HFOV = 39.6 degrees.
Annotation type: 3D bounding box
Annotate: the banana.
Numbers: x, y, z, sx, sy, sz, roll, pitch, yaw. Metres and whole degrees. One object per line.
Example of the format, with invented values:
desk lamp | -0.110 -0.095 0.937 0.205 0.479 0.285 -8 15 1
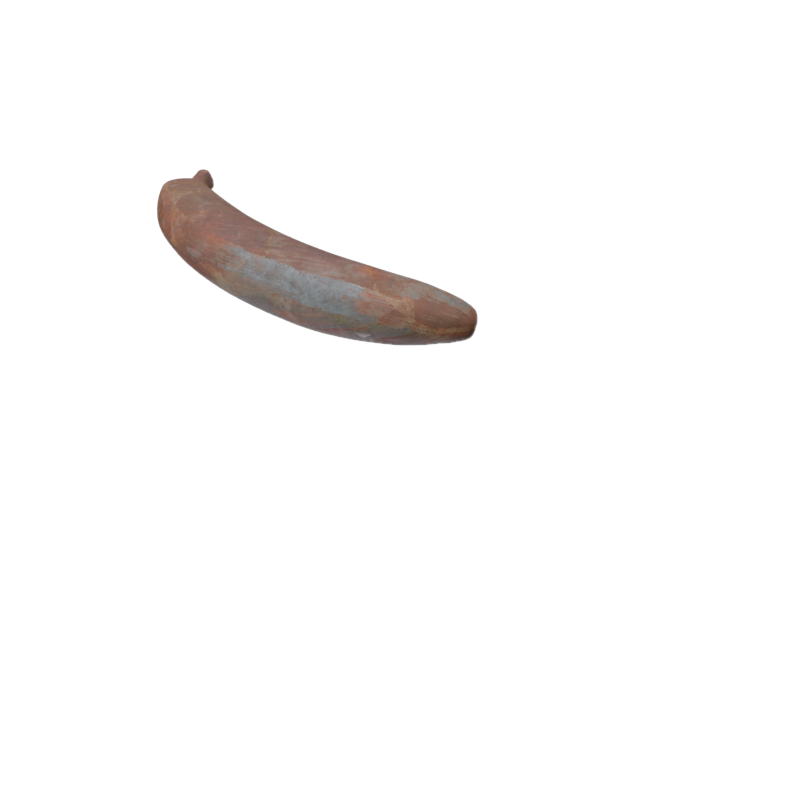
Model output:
banana | -0.058 -0.070 0.534 0.070 0.034 0.211 -32 49 -33
